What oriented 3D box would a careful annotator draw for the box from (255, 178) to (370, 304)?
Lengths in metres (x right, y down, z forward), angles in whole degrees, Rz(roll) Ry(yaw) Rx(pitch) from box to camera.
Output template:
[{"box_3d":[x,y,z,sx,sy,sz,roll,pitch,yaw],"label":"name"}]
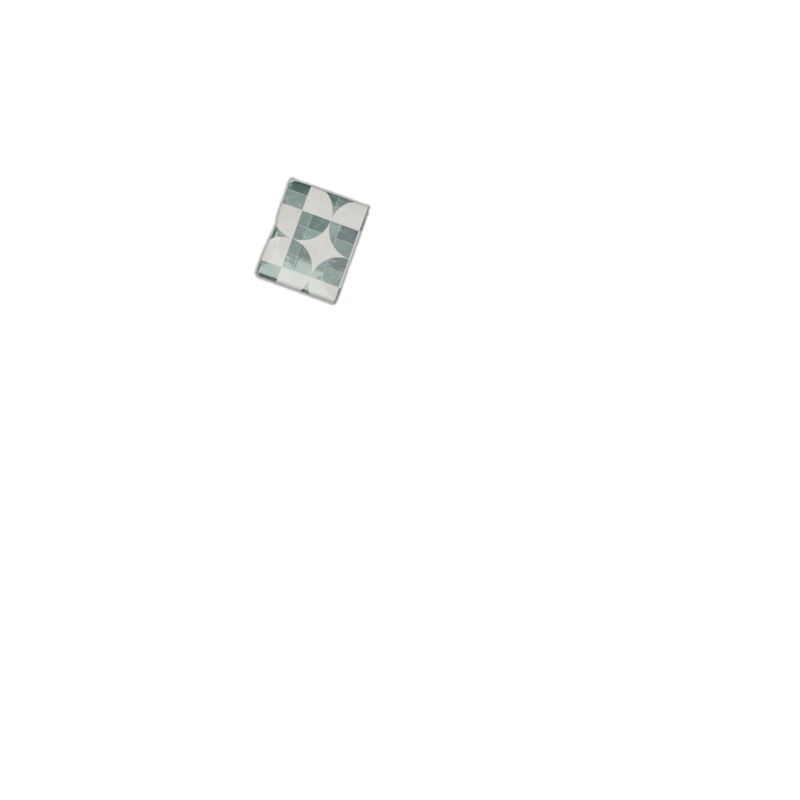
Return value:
[{"box_3d":[-0.074,-0.135,0.944,0.073,0.090,0.030,20,-6,2],"label":"box"}]
